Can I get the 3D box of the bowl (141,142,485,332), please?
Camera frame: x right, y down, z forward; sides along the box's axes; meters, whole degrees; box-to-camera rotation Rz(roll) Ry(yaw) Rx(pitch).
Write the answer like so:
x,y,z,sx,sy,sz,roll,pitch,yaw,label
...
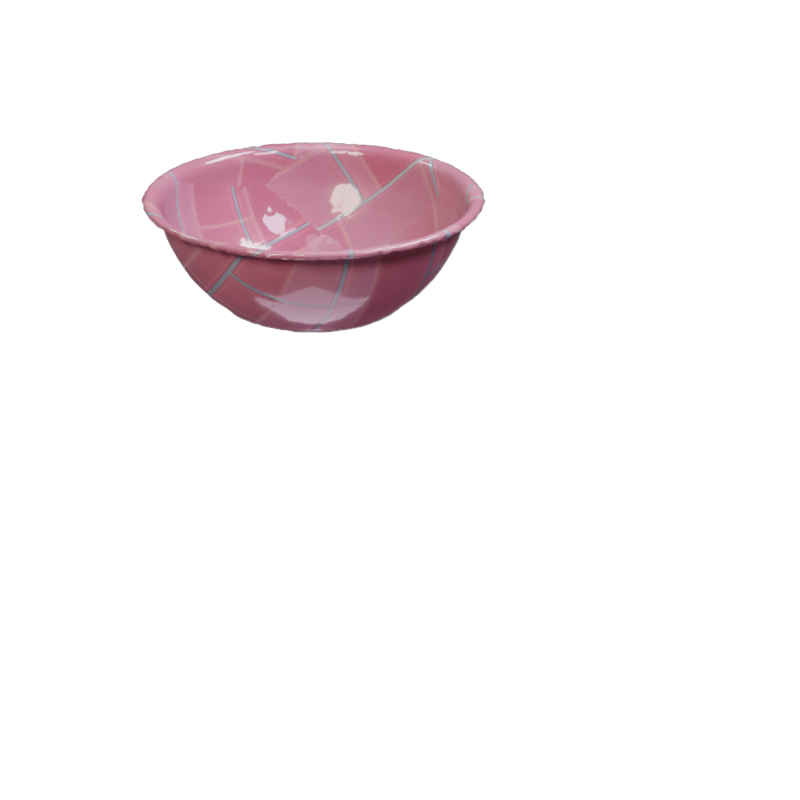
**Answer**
x,y,z,sx,sy,sz,roll,pitch,yaw,label
-0.042,-0.077,0.537,0.162,0.052,0.171,-1,28,-2,bowl
